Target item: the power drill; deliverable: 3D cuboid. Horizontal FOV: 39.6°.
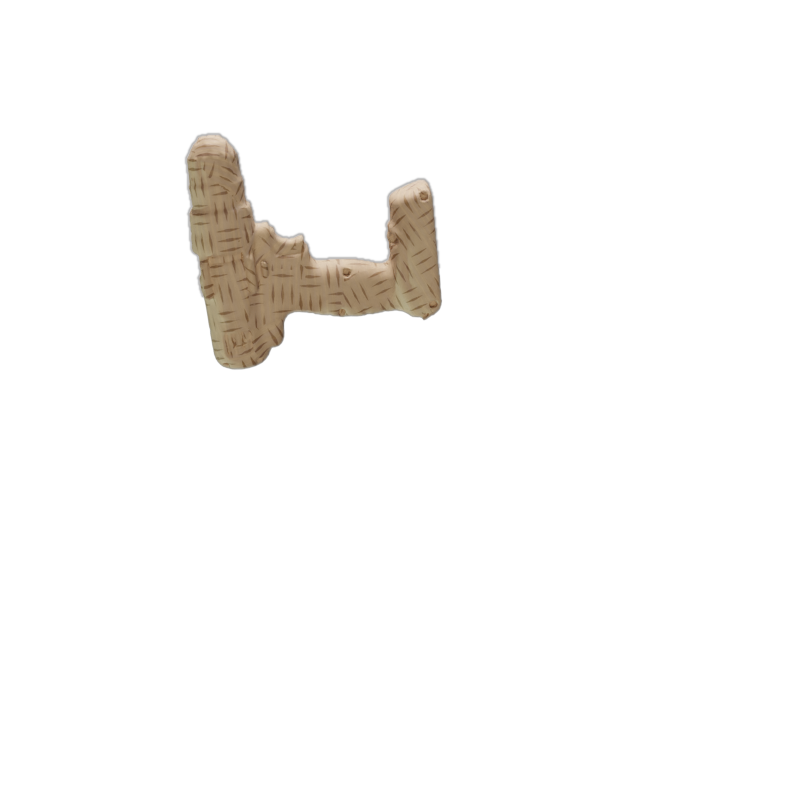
[{"bbox_3d":[-0.067,-0.122,0.856,0.188,0.178,0.059,-7,16,1],"label":"power drill"}]
